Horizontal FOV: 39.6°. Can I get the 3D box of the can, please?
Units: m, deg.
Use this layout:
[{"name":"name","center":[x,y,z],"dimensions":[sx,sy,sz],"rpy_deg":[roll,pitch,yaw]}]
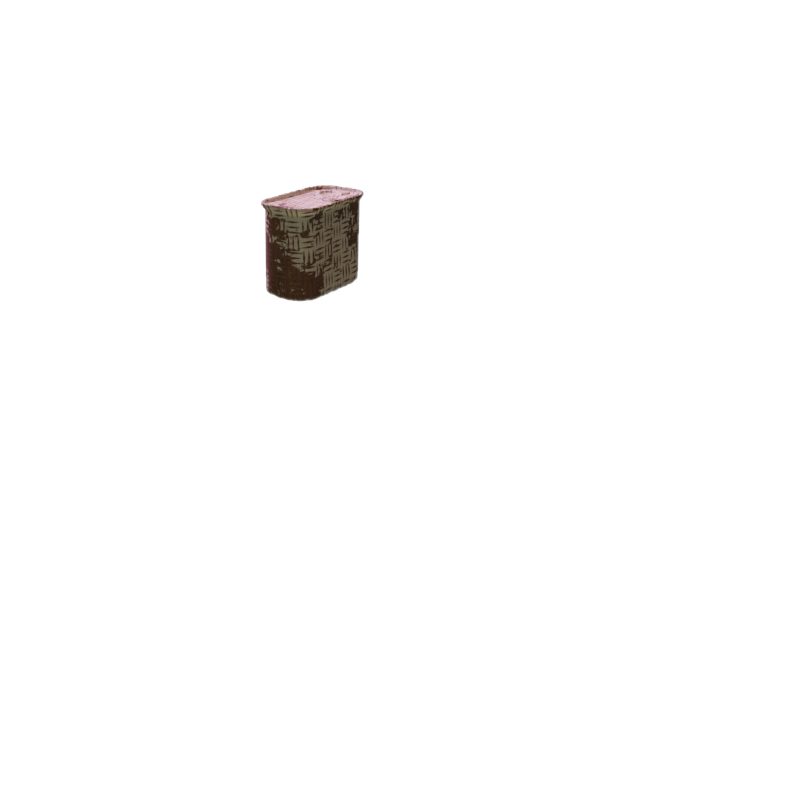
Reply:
[{"name":"can","center":[-0.078,-0.142,0.994],"dimensions":[0.060,0.081,0.101],"rpy_deg":[11,22,30]}]
